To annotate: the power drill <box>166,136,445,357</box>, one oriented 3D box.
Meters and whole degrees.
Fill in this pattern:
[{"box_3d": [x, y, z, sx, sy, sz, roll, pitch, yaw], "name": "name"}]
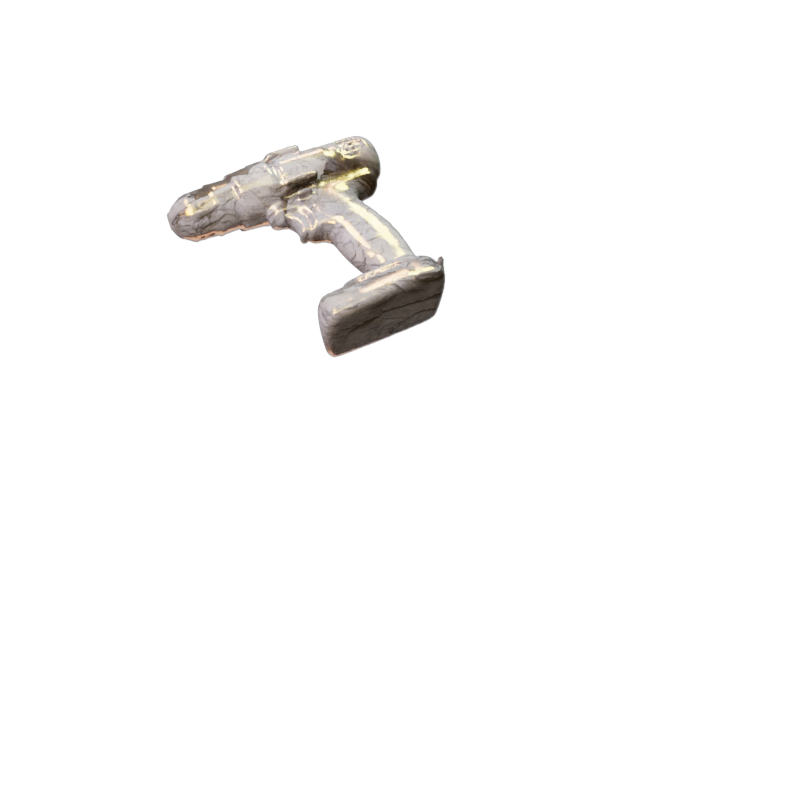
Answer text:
[{"box_3d": [-0.068, -0.123, 0.864, 0.183, 0.202, 0.053, -23, -35, -18], "name": "power drill"}]
